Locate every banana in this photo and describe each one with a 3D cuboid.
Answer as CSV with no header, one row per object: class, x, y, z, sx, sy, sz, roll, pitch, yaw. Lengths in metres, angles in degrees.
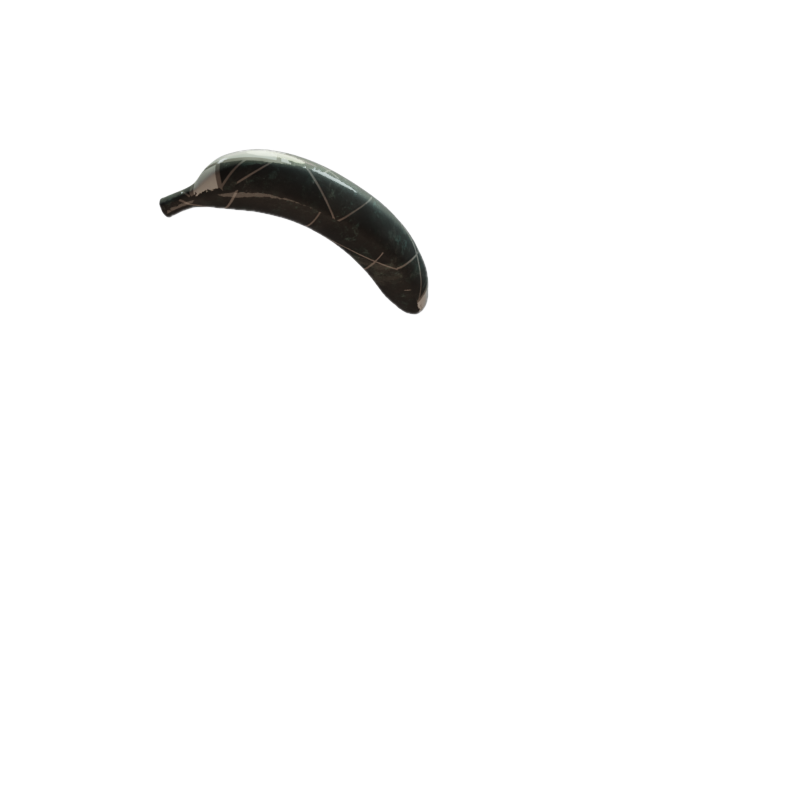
banana,-0.046,-0.108,0.681,0.188,0.039,0.068,22,-41,-29
